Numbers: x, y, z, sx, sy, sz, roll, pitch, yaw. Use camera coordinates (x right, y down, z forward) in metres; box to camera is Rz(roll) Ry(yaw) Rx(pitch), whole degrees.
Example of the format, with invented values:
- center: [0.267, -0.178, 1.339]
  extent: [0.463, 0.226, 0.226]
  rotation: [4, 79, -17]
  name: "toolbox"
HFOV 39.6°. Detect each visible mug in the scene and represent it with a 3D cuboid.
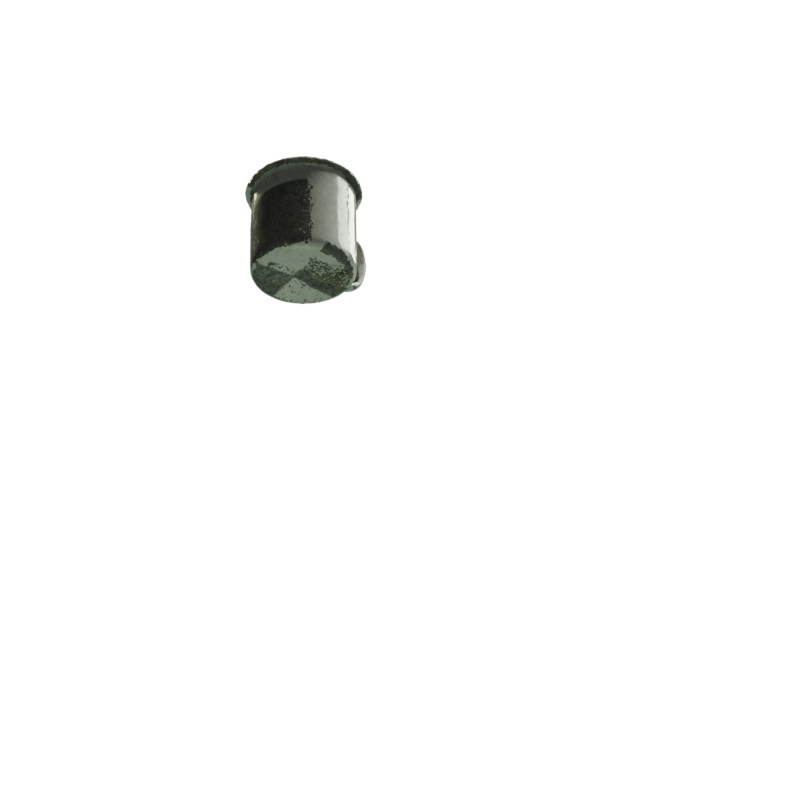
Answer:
- center: [-0.068, -0.124, 0.868]
  extent: [0.094, 0.087, 0.109]
  rotation: [-23, -39, 30]
  name: "mug"
